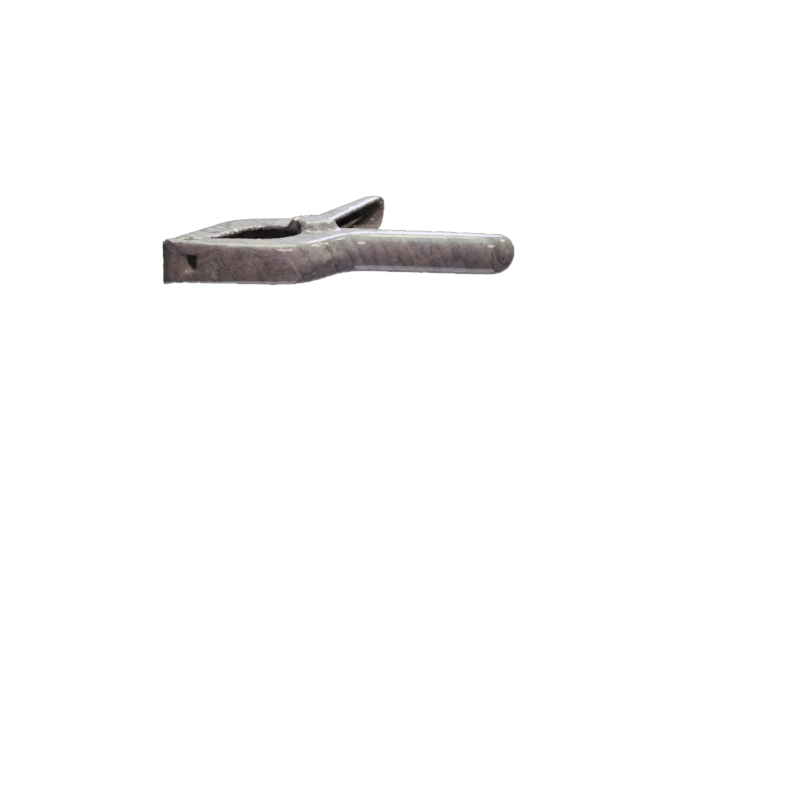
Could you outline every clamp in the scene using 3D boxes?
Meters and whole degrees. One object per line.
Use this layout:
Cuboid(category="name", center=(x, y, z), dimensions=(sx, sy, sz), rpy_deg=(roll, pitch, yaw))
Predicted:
Cuboid(category="clamp", center=(-0.056, -0.103, 0.719), dimensions=(0.205, 0.035, 0.174), rpy_deg=(-8, 21, -22))
